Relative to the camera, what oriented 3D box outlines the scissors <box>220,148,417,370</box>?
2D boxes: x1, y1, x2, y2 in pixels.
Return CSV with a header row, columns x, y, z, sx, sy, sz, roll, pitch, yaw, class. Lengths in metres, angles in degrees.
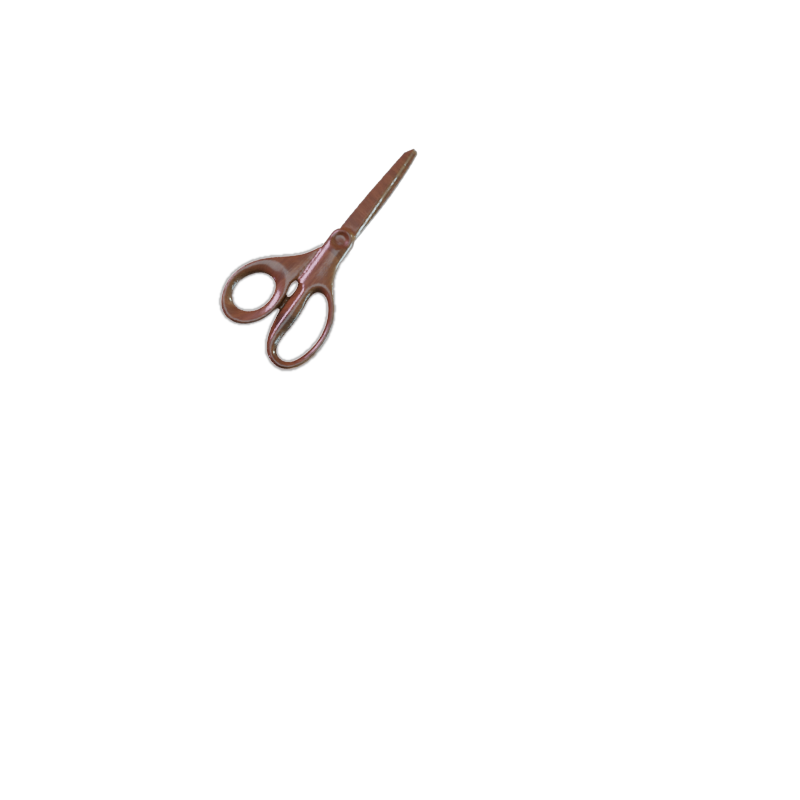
x,y,z,sx,sy,sz,roll,pitch,yaw,class
-0.066,-0.121,0.846,0.097,0.208,0.015,20,-18,6,scissors
